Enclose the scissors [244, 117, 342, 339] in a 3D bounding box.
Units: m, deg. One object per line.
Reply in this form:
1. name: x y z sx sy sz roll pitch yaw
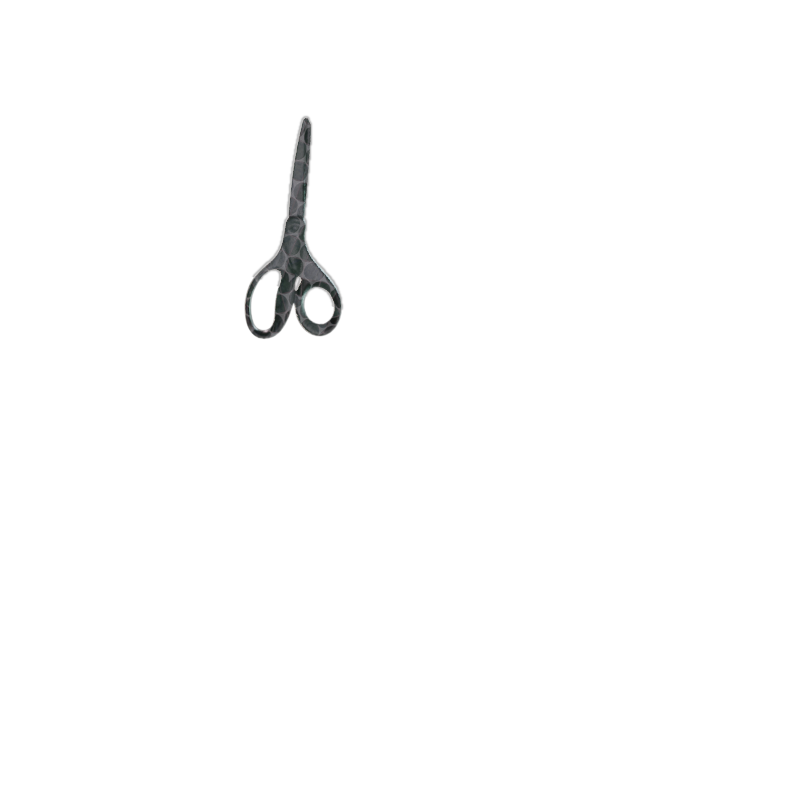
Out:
1. scissors: -0.077 -0.140 0.982 0.095 0.197 0.016 22 14 -6
